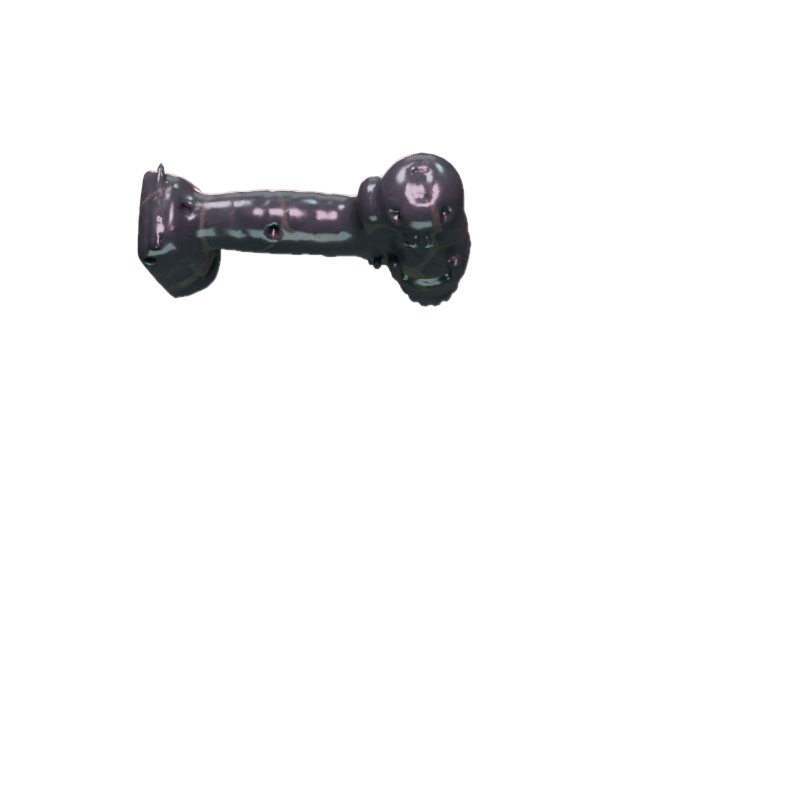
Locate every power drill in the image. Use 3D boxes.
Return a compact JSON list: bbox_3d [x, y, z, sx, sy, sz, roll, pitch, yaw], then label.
[{"bbox_3d":[-0.052,-0.095,0.664,0.189,0.060,0.176,-1,-14,5],"label":"power drill"}]
